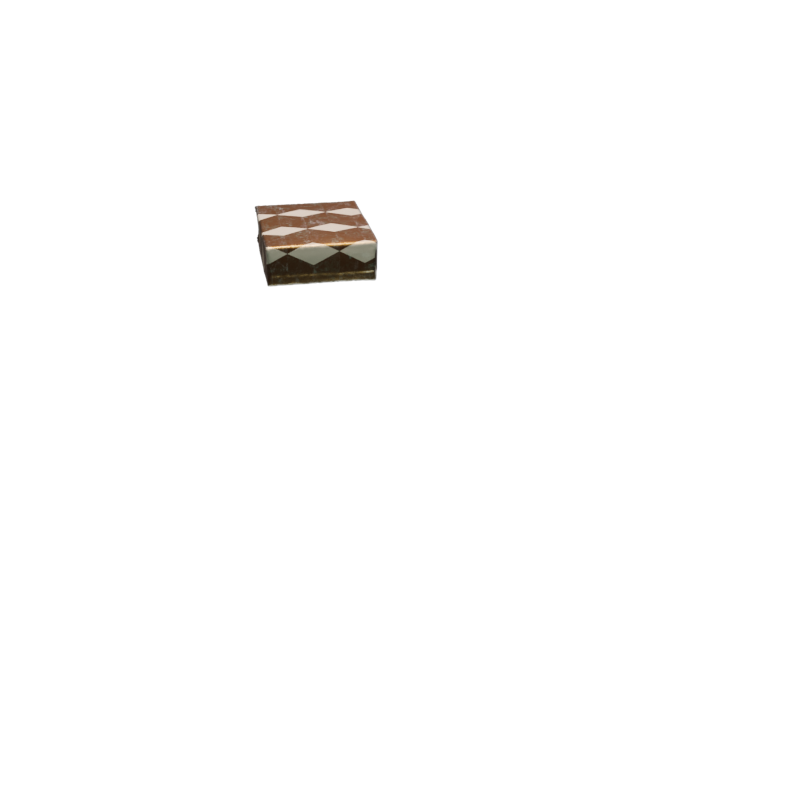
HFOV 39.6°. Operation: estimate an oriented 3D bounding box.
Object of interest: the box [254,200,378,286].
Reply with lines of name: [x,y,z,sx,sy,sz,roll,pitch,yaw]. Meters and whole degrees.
box: [-0.072,-0.132,0.925,0.089,0.037,0.120,-4,24,-9]
